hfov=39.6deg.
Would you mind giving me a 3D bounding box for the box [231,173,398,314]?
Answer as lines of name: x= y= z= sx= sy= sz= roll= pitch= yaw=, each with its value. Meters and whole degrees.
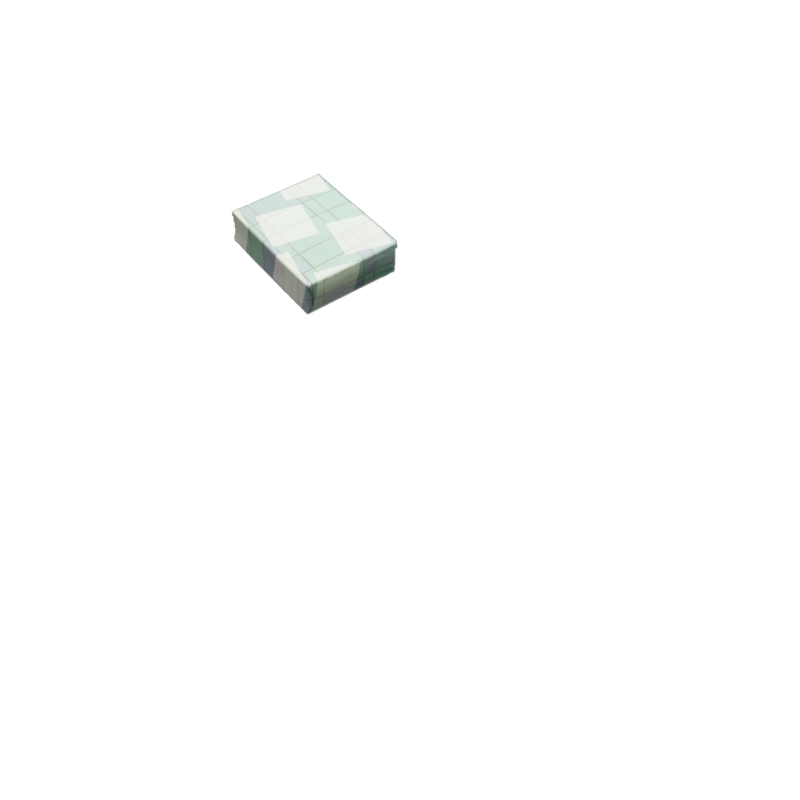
box: x=-0.071 y=-0.130 z=0.911 sx=0.089 sy=0.036 sz=0.122 roll=-27 pitch=50 yaw=-26
